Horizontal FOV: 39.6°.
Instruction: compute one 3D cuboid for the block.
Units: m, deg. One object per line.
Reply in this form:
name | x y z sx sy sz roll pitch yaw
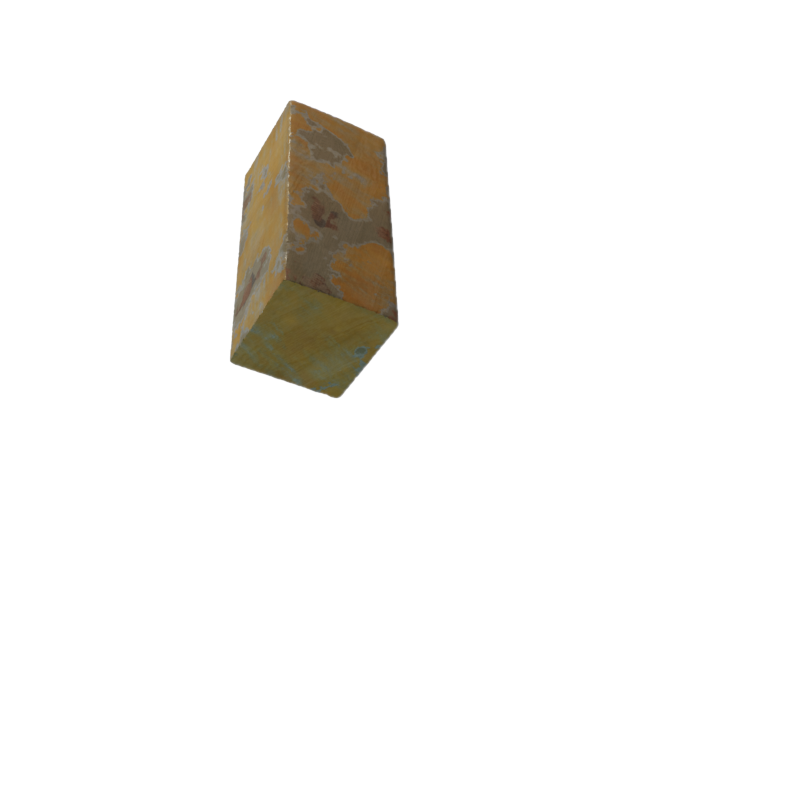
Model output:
block | -0.064 -0.118 0.829 0.087 0.221 0.088 20 -49 -22
